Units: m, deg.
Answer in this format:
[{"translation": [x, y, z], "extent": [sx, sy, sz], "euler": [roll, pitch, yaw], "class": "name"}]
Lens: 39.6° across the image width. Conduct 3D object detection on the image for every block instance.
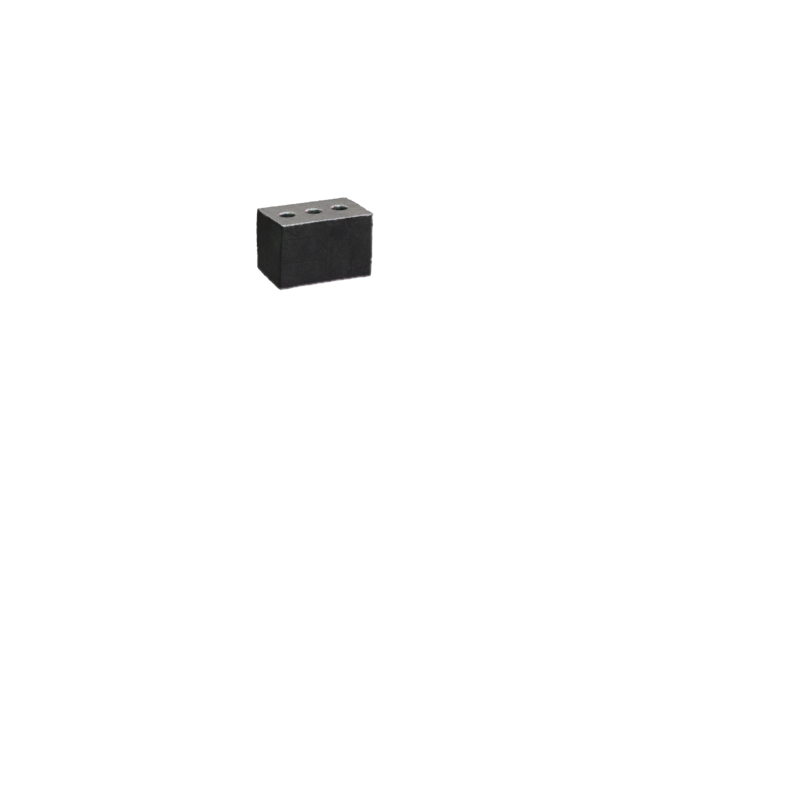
[{"translation": [-0.067, -0.122, 0.853], "extent": [0.076, 0.049, 0.056], "euler": [-11, 26, -24], "class": "block"}]
